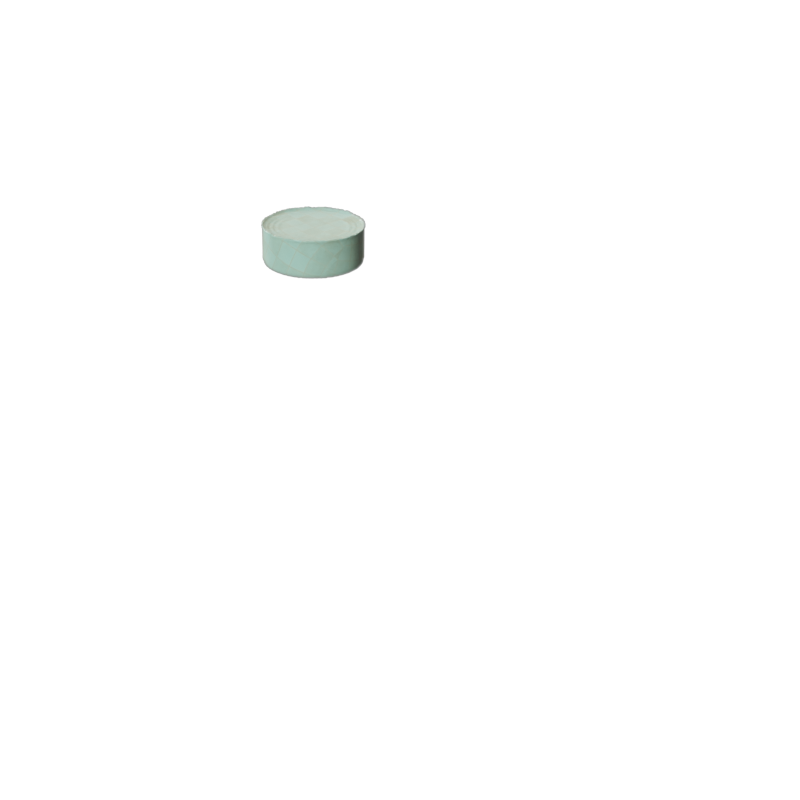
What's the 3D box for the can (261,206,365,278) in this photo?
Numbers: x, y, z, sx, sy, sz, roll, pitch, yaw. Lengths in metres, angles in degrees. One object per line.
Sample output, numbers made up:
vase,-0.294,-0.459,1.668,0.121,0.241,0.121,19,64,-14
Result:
can,-0.072,-0.131,0.915,0.086,0.032,0.091,-1,27,-2
